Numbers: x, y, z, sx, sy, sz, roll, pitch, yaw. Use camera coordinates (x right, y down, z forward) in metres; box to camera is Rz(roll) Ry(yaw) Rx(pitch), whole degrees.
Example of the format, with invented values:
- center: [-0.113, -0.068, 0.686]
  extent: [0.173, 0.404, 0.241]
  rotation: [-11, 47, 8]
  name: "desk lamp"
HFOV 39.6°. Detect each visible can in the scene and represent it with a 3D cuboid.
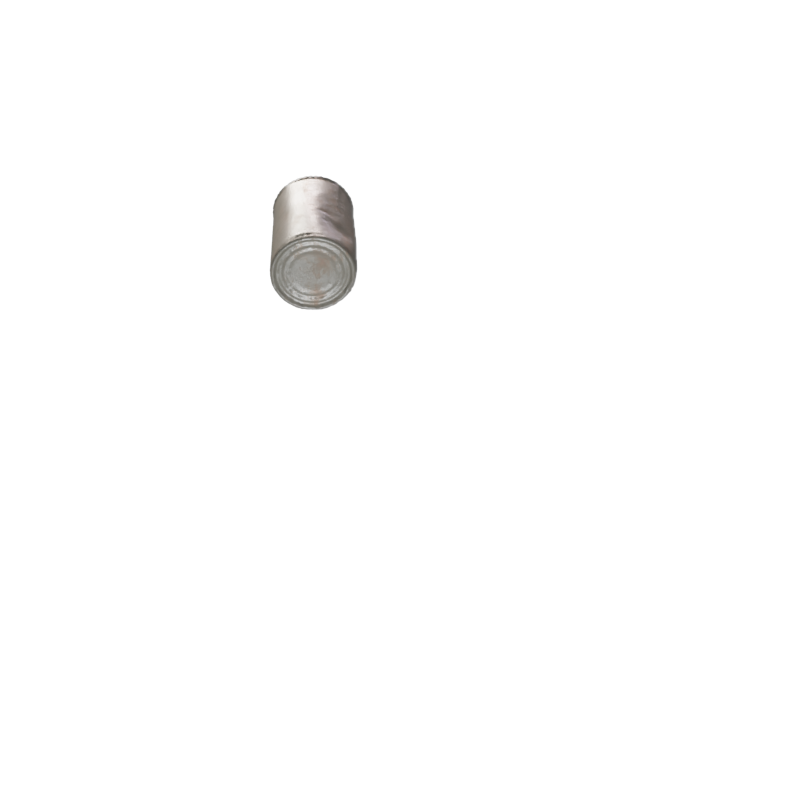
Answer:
- center: [-0.069, -0.127, 0.886]
  extent: [0.068, 0.064, 0.109]
  rotation: [-1, 35, -3]
  name: "can"
